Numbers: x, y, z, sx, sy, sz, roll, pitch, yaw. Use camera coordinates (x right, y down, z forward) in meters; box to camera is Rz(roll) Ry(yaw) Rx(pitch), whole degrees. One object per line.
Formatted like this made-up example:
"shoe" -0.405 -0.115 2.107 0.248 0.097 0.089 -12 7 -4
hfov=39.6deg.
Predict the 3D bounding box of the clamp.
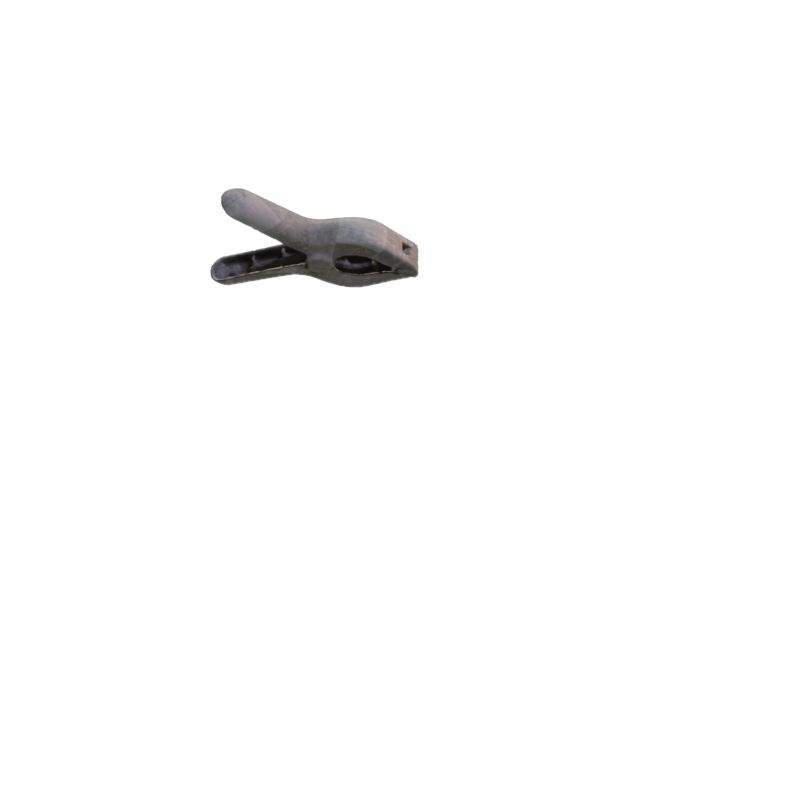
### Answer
"clamp" -0.069 -0.126 0.879 0.171 0.041 0.114 0 -21 -1
